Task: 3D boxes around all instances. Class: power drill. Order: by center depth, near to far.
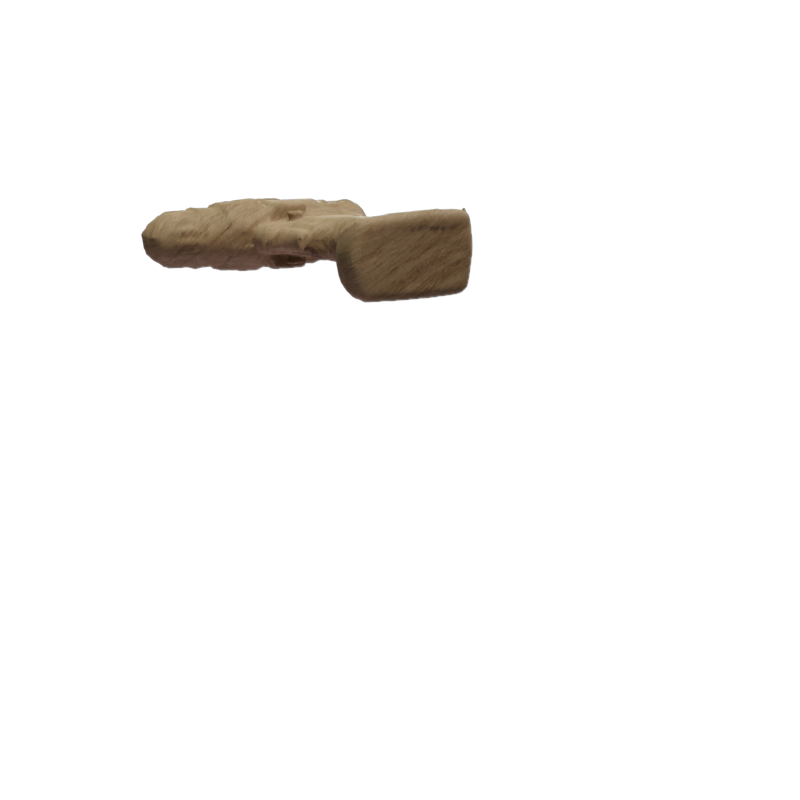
[{"bbox_3d":[-0.059,-0.108,0.757,0.180,0.056,0.198,-12,20,-37],"label":"power drill"}]
